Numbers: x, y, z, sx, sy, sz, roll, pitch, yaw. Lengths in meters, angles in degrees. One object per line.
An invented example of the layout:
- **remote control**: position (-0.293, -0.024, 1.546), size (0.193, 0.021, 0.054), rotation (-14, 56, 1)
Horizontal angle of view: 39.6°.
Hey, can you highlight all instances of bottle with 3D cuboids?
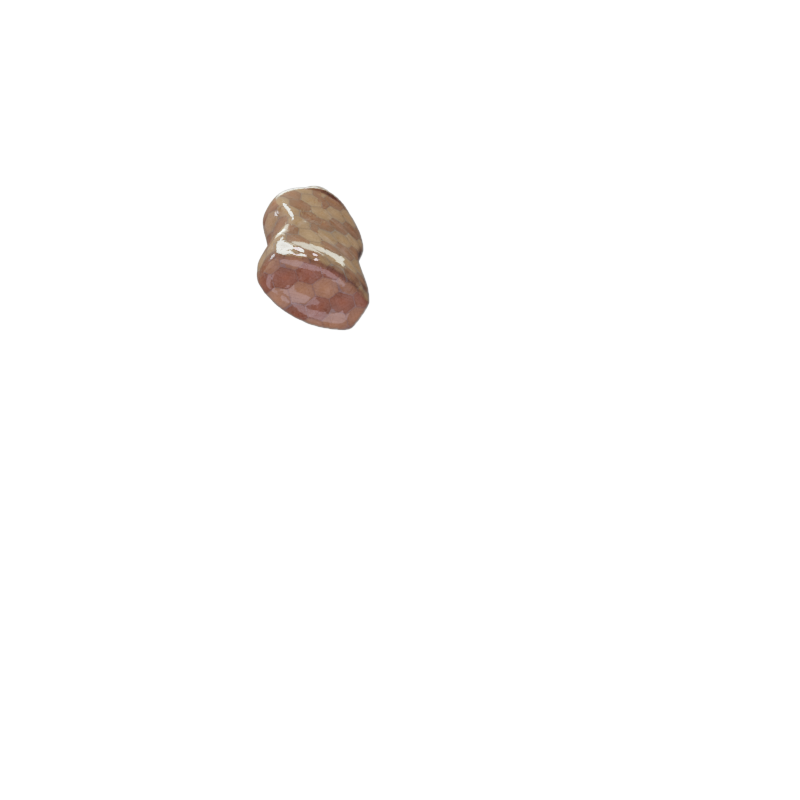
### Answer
- **bottle**: position (-0.078, -0.143, 0.997), size (0.093, 0.057, 0.204), rotation (24, 29, -18)
